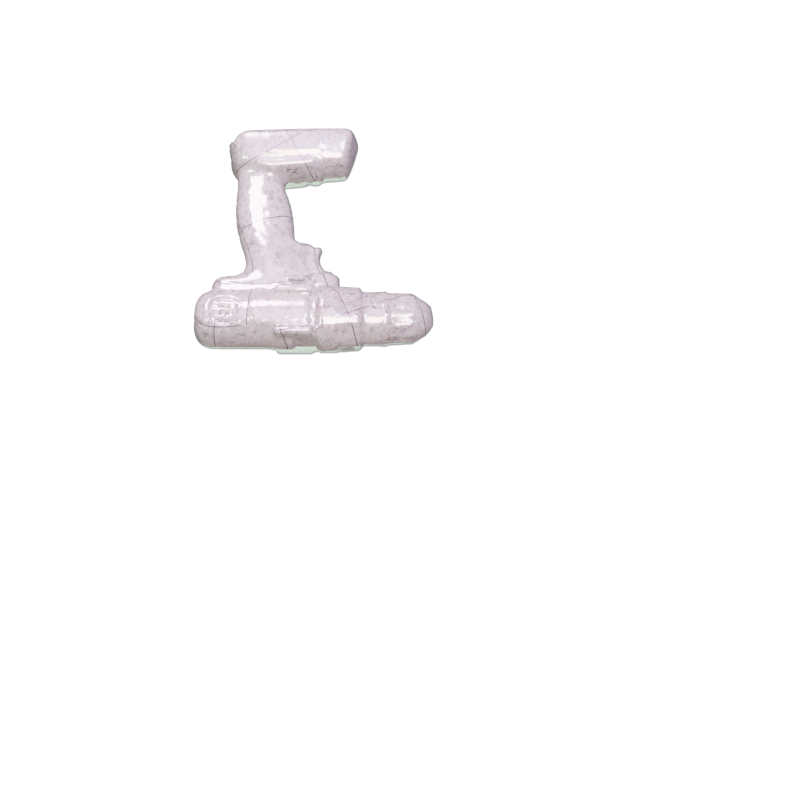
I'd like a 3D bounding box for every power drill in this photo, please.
[{"bbox_3d":[-0.069,-0.127,0.887,0.184,0.199,0.054,-1,-27,-1],"label":"power drill"}]
